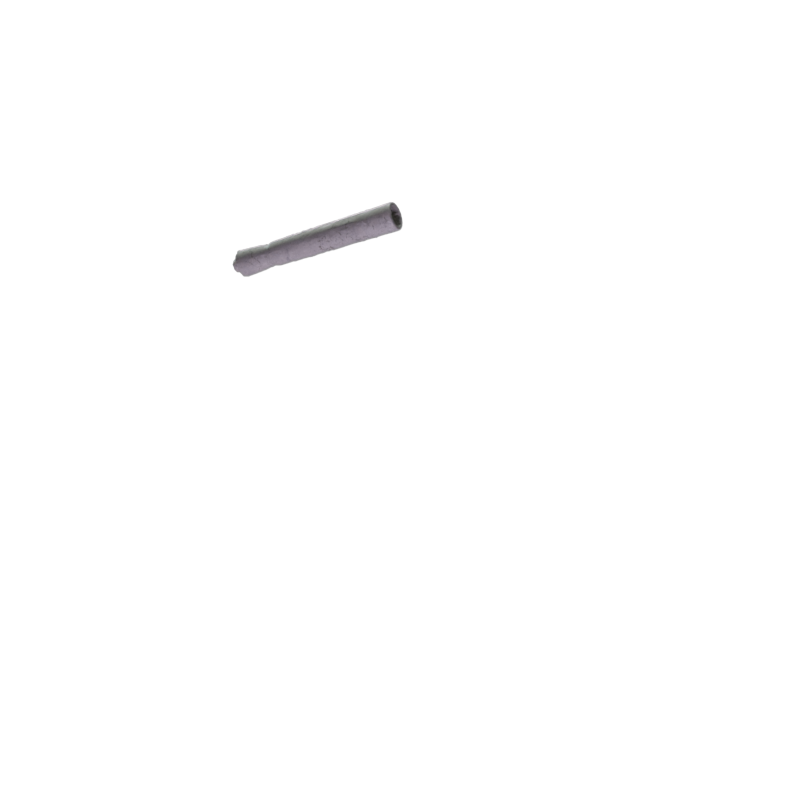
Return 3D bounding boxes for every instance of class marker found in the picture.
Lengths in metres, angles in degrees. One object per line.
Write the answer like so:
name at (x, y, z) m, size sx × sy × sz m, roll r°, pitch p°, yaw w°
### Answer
marker at (-0.056, -0.102, 0.716) m, size 0.123 × 0.020 × 0.019 m, roll -13°, pitch -2°, yaw 26°
